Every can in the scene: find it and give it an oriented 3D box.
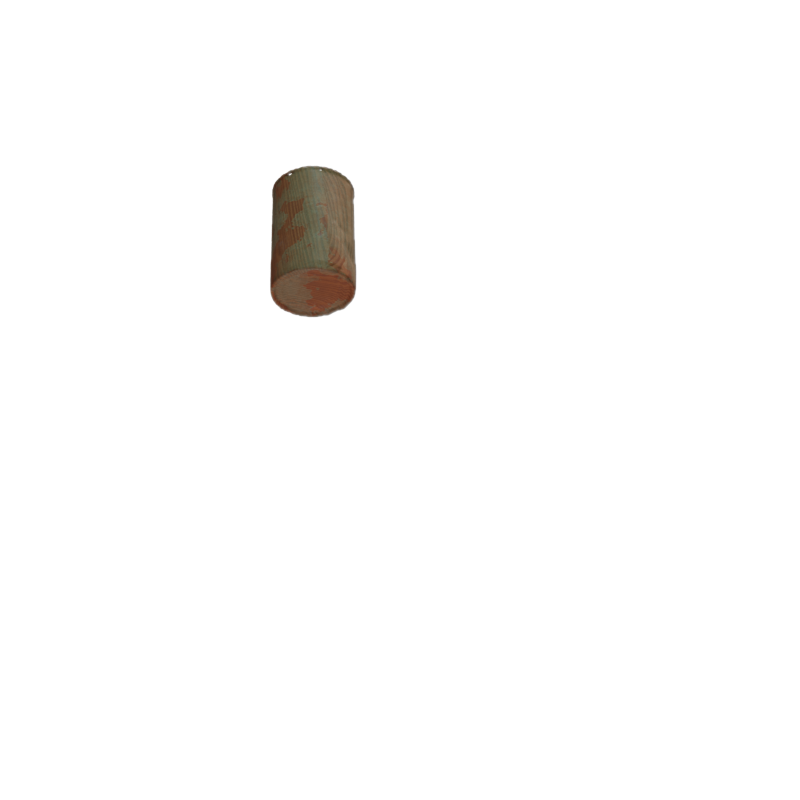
[{"bbox_3d":[-0.069,-0.126,0.880,0.068,0.109,0.064,-1,-35,-2],"label":"can"}]
